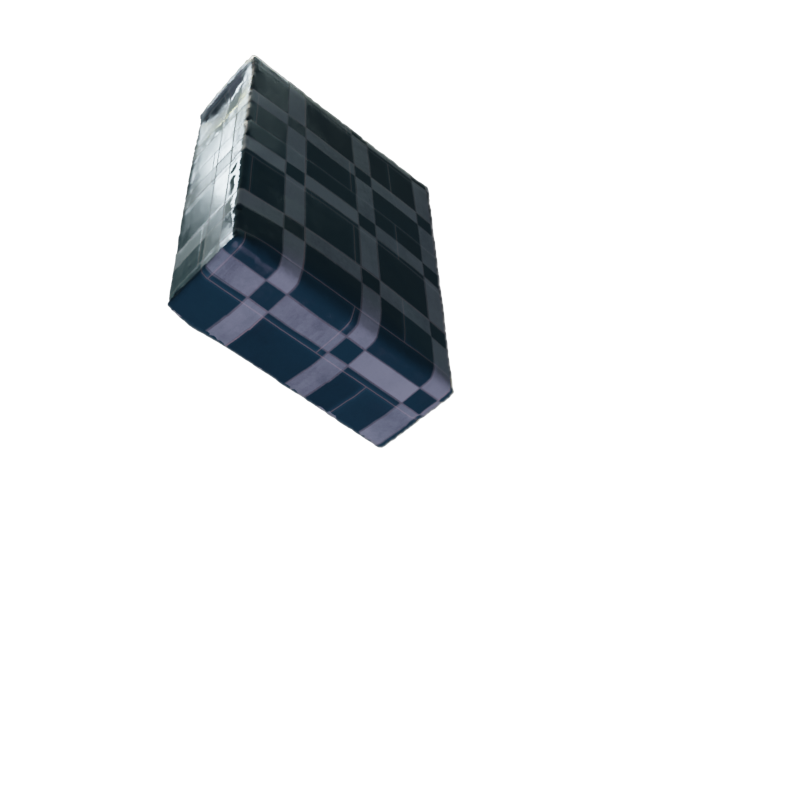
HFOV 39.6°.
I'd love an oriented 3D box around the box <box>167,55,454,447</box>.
[{"bbox_3d":[-0.054,-0.099,0.693,0.155,0.229,0.071,33,-59,-27],"label":"box"}]
